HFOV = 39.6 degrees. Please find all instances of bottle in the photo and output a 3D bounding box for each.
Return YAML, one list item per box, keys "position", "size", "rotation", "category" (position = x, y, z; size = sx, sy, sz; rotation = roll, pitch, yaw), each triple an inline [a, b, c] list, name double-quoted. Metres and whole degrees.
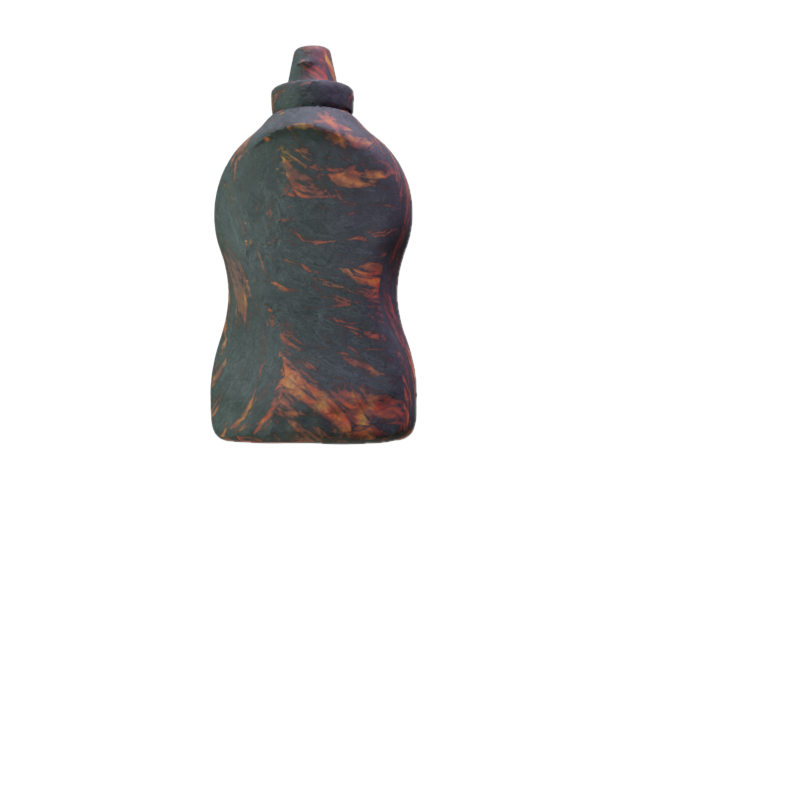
- position: [-0.042, -0.077, 0.537]
  size: [0.098, 0.195, 0.056]
  rotation: [-2, -7, 16]
  category: "bottle"
